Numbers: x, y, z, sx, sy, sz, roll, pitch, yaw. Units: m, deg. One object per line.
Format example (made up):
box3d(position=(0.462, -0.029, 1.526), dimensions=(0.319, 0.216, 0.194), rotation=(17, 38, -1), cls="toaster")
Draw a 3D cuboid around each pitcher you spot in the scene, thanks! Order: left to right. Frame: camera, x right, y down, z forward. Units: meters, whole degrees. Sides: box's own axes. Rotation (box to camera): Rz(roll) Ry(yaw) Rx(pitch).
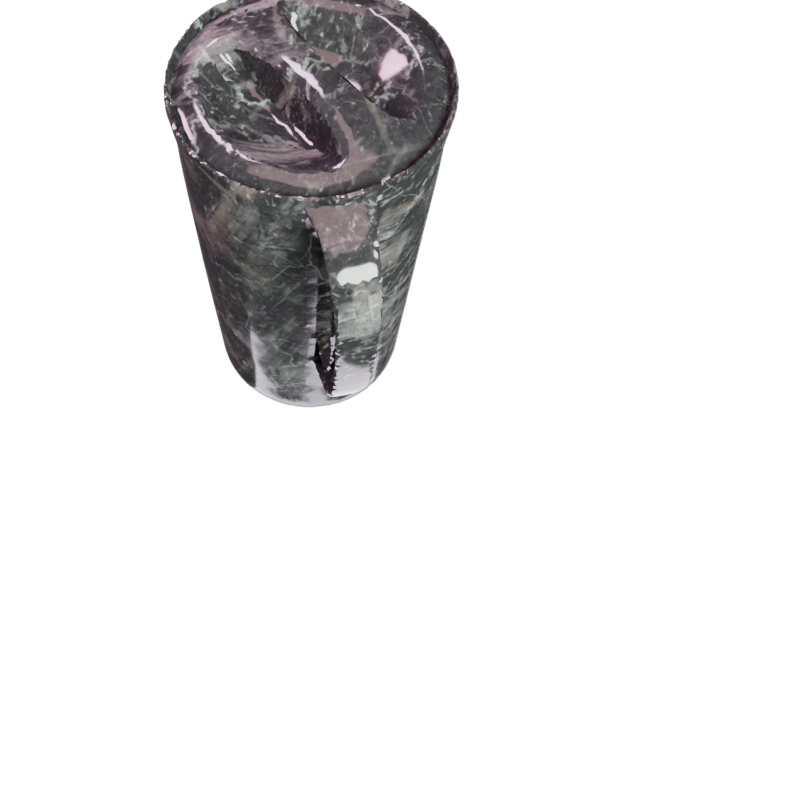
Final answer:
box3d(position=(-0.046, -0.084, 0.588), dimensions=(0.150, 0.153, 0.228), rotation=(29, -27, 12), cls="pitcher")
